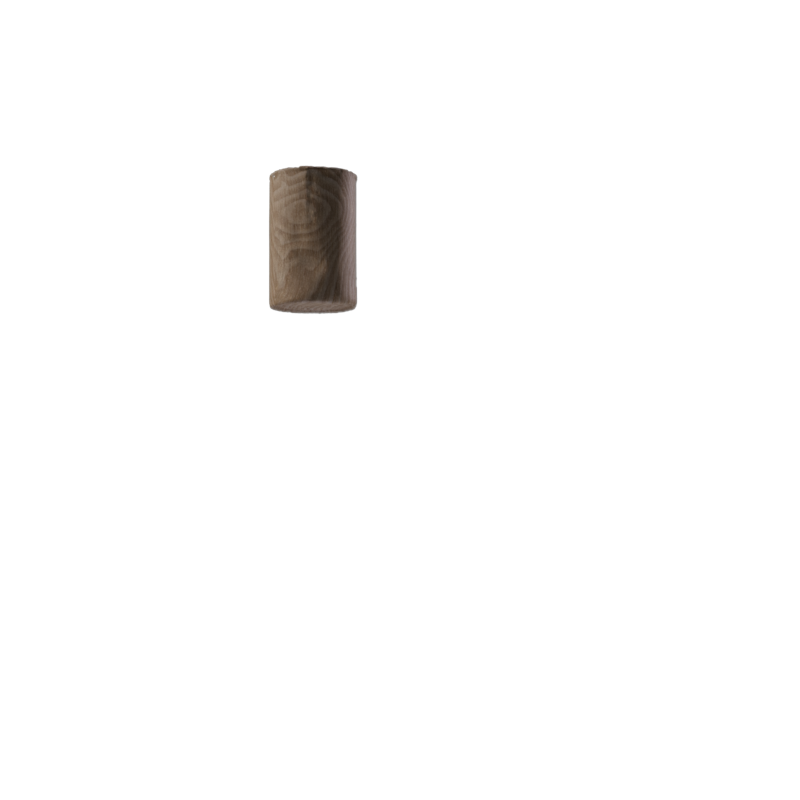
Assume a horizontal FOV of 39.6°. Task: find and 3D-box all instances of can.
[{"bbox_3d":[-0.066,-0.120,0.840,0.068,0.105,0.067,0,-9,-2],"label":"can"}]
